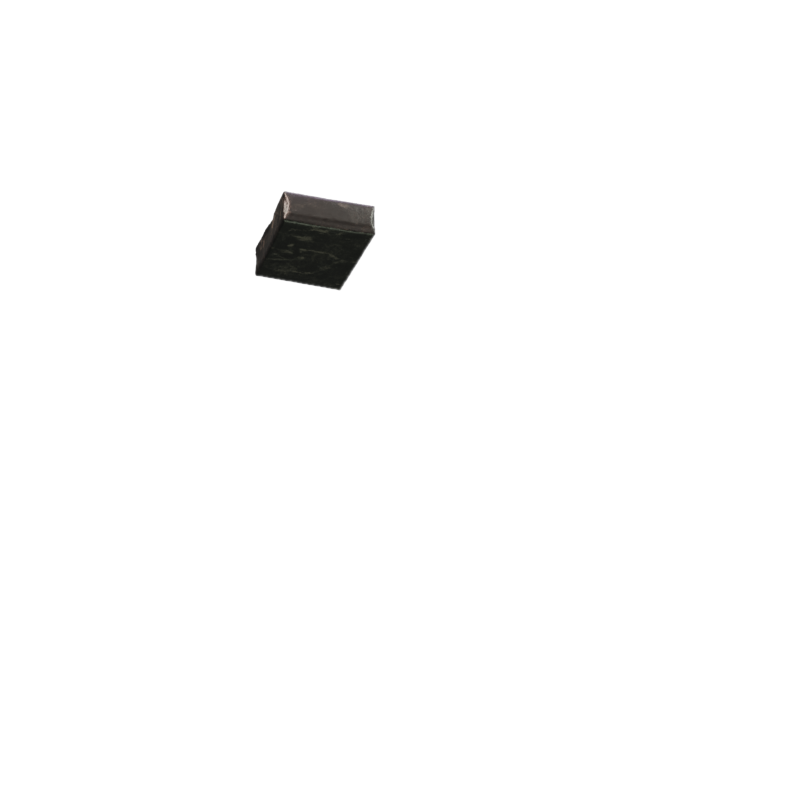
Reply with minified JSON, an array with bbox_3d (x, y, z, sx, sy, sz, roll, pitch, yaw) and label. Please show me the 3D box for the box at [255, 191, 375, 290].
[{"bbox_3d":[-0.068,-0.124,0.866,0.071,0.032,0.086,9,-28,-17],"label":"box"}]
